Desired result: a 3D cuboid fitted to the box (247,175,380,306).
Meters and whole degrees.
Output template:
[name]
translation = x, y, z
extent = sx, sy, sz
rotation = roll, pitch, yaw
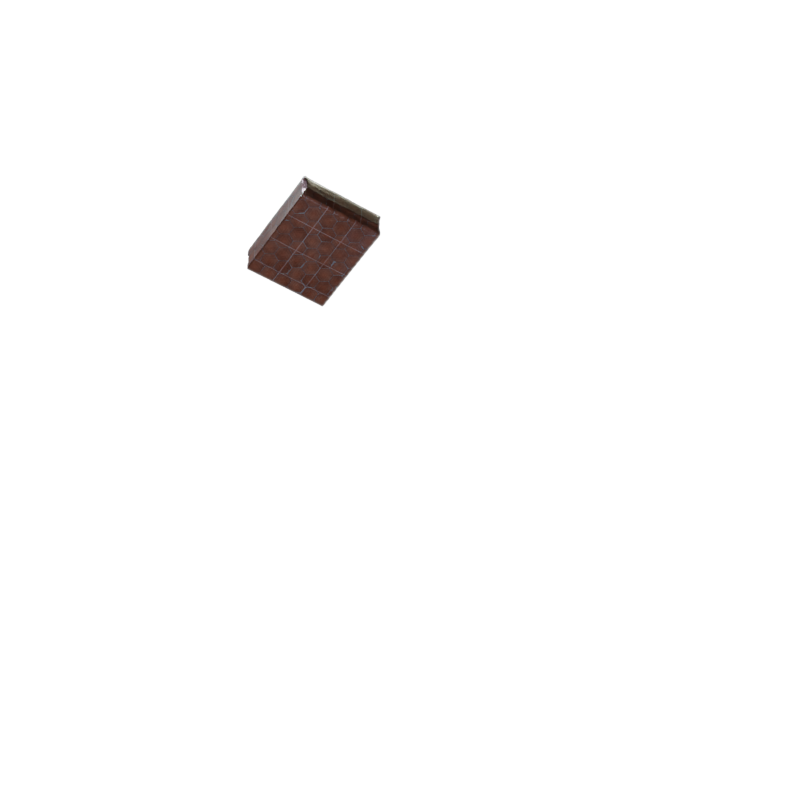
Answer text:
[box]
translation = -0.069, -0.127, 0.887
extent = 0.070, 0.087, 0.032
rotation = 27, 33, -21
